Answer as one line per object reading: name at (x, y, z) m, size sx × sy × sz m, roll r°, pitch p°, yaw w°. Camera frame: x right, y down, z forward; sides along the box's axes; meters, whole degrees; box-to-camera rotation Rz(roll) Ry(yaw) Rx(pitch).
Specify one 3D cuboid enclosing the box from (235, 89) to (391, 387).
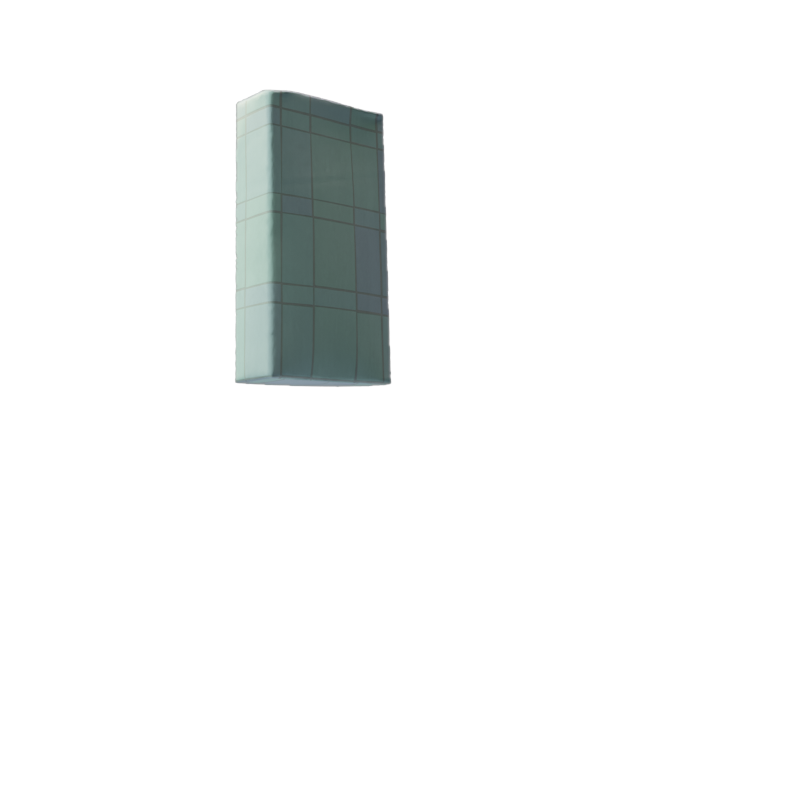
box at (-0.054, -0.098, 0.684) m, size 0.089 × 0.181 × 0.049 m, roll 6°, pitch -12°, yaw -38°
